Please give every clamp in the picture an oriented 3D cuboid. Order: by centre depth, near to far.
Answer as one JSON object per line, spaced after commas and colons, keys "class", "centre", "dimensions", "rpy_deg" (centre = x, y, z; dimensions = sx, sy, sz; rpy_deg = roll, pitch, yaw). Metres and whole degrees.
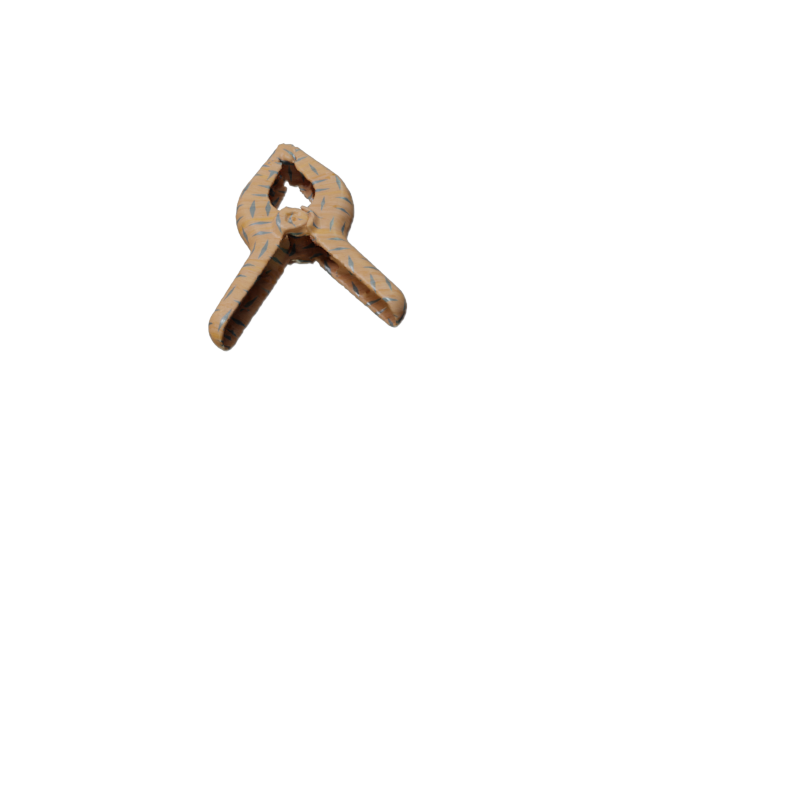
{"class": "clamp", "centre": [-0.056, -0.103, 0.720], "dimensions": [0.120, 0.184, 0.037], "rpy_deg": [1, -39, 0]}
